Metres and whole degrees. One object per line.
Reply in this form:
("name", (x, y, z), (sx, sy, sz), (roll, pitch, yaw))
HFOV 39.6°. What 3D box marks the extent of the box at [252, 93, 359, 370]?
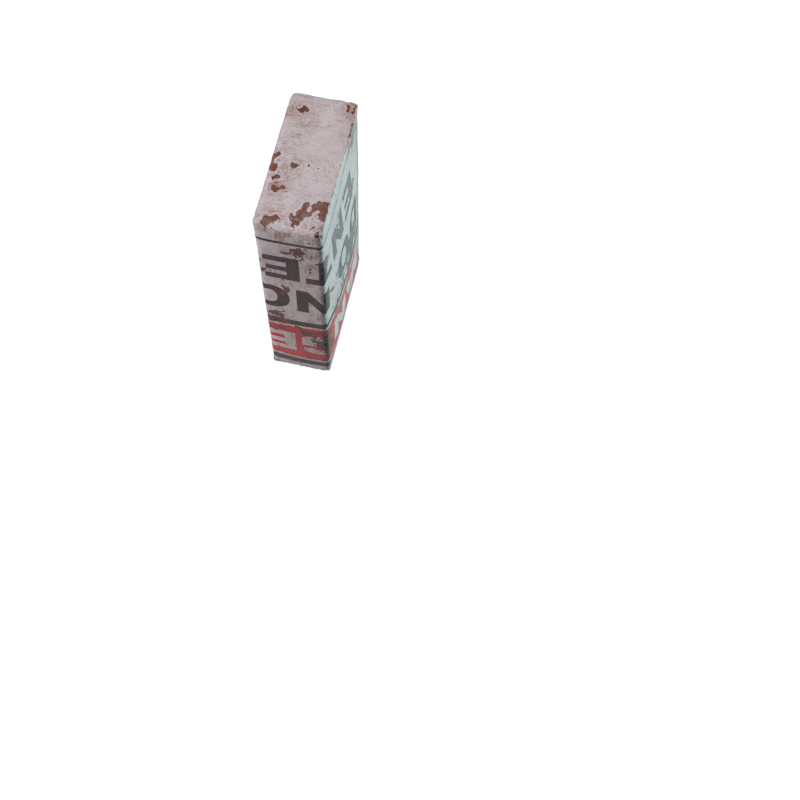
("box", (-0.053, -0.097, 0.682), (0.048, 0.098, 0.167), (12, -24, 1))
